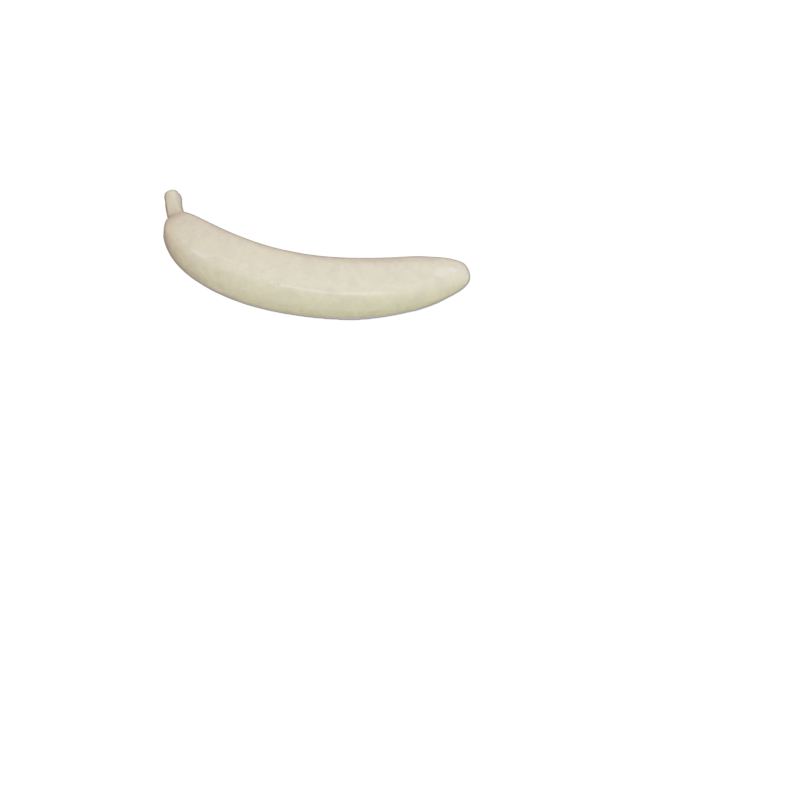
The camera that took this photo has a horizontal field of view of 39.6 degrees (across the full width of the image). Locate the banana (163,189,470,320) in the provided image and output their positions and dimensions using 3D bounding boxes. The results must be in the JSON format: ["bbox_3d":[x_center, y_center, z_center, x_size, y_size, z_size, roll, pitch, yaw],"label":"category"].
[{"bbox_3d":[-0.061,-0.080,0.654,0.202,0.073,0.034,17,-31,10],"label":"banana"}]
